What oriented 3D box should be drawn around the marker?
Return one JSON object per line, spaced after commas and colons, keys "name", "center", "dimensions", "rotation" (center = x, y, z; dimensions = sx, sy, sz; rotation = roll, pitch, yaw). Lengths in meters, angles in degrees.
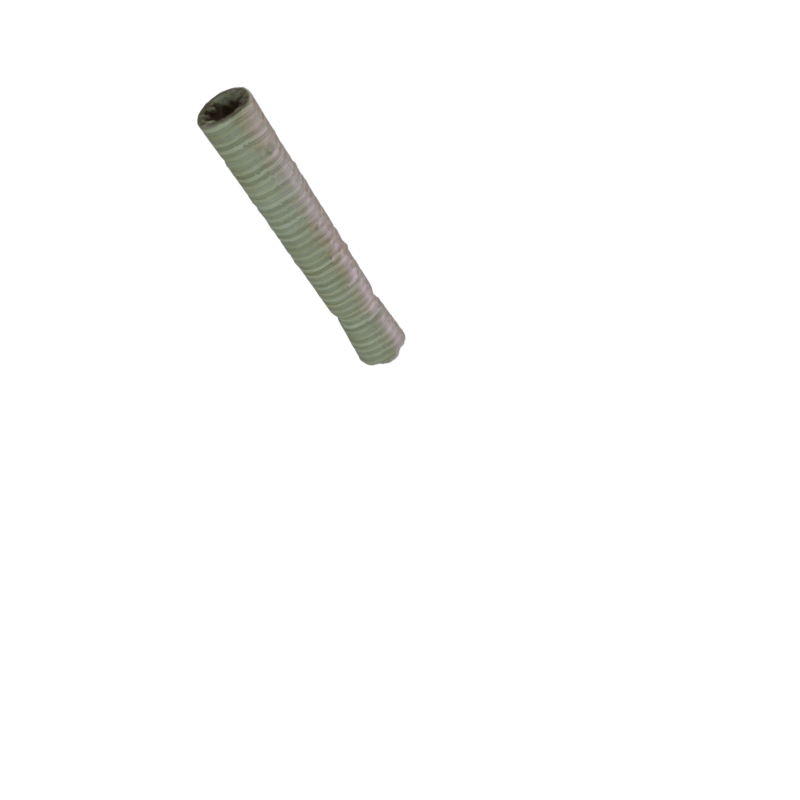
{"name": "marker", "center": [-0.029, -0.053, 0.369], "dimensions": [0.020, 0.020, 0.112], "rotation": [2, -39, 37]}
